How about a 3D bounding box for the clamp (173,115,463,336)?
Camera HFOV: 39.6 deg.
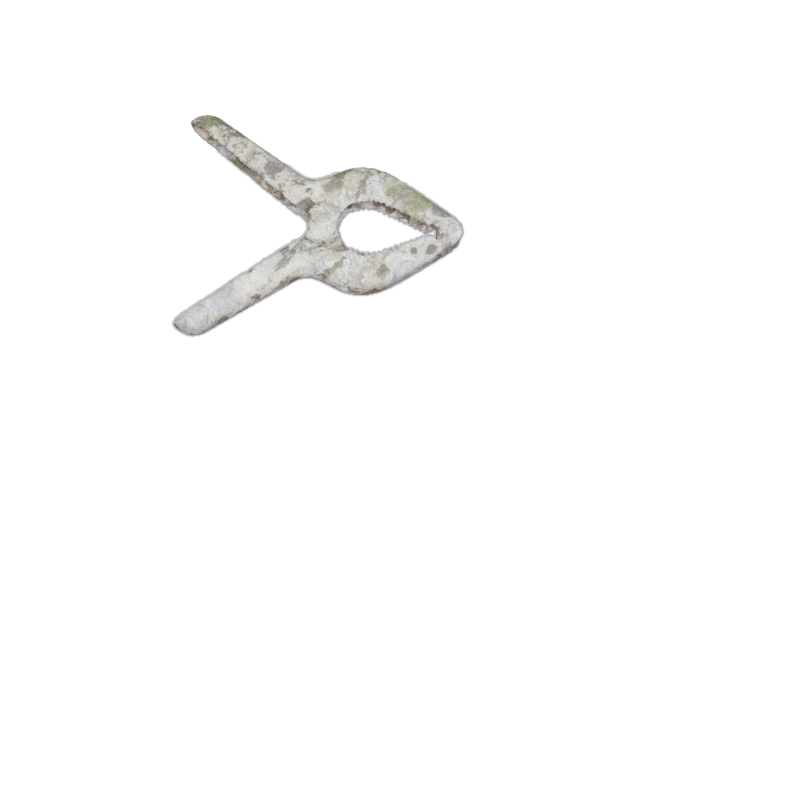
[{"bbox_3d":[-0.063,-0.114,0.801,0.211,0.169,0.035,9,-14,2],"label":"clamp"}]
